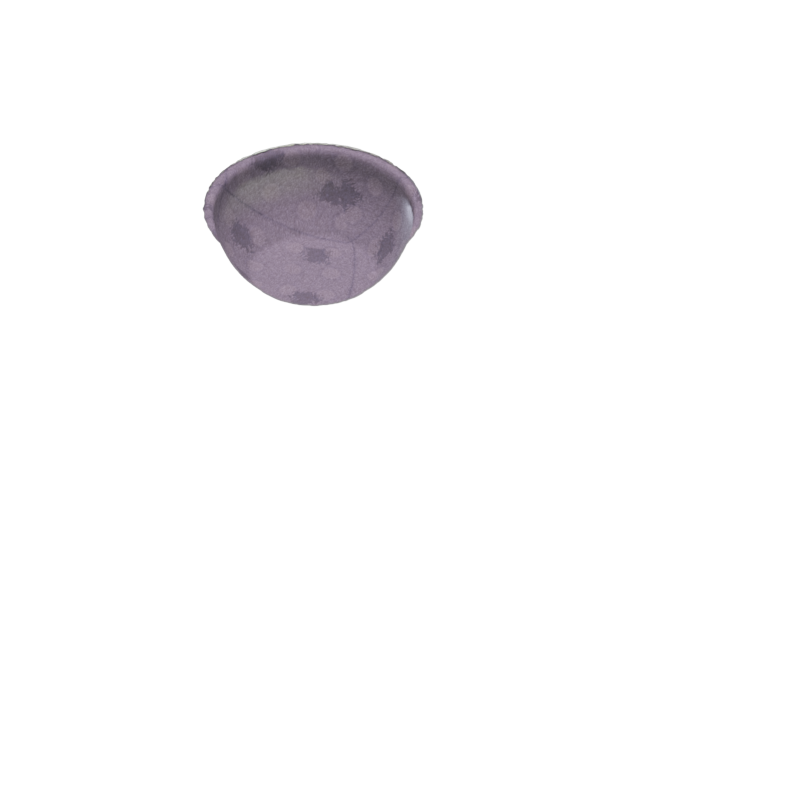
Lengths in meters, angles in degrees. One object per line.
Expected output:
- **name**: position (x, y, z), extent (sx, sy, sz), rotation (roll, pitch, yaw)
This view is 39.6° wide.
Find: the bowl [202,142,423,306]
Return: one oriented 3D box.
- **bowl**: position (-0.063, -0.115, 0.802), extent (0.162, 0.059, 0.152), rotation (1, -29, -2)
